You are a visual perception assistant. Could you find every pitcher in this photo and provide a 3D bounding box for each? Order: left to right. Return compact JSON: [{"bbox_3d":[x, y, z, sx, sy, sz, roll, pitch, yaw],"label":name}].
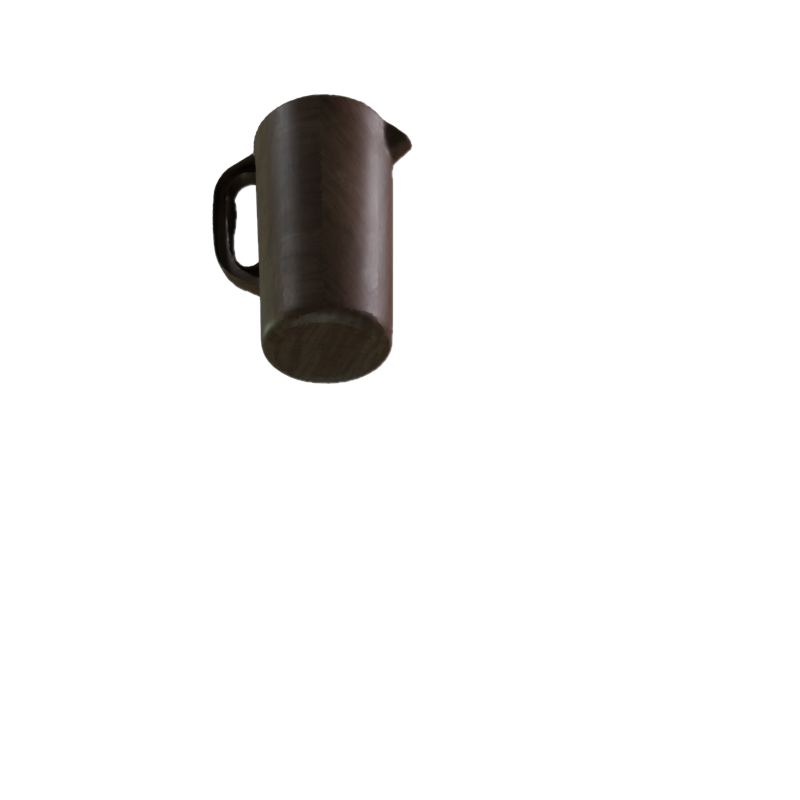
[{"bbox_3d":[-0.076,-0.139,0.976,0.138,0.260,0.146,19,-41,-26],"label":"pitcher"}]
